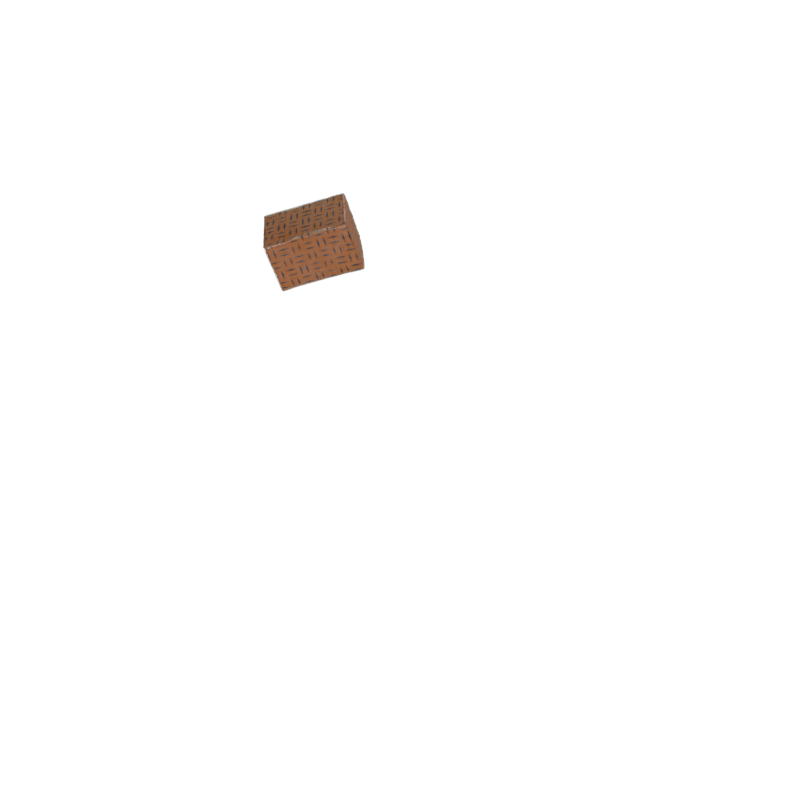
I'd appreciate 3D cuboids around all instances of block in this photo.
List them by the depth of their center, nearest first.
[{"bbox_3d":[-0.076,-0.139,0.976,0.078,0.049,0.055,-14,39,10],"label":"block"}]
